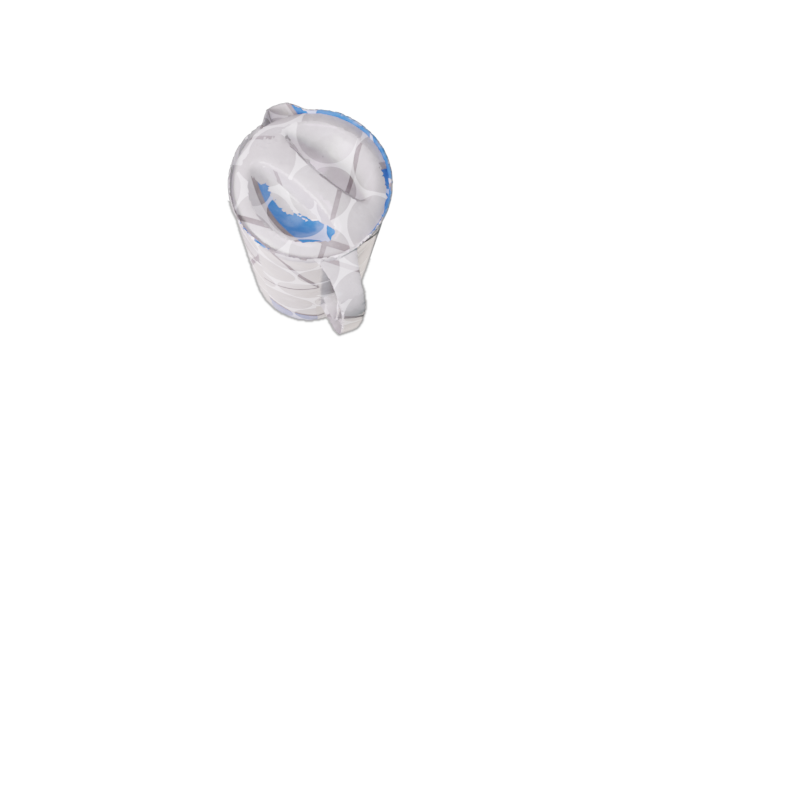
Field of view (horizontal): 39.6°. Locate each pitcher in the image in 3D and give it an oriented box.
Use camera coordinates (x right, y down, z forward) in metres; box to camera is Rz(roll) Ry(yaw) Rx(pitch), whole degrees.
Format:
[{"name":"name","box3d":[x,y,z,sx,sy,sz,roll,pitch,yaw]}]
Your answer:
[{"name":"pitcher","box3d":[-0.078,-0.142,0.994,0.147,0.153,0.234,23,-14,3]}]
